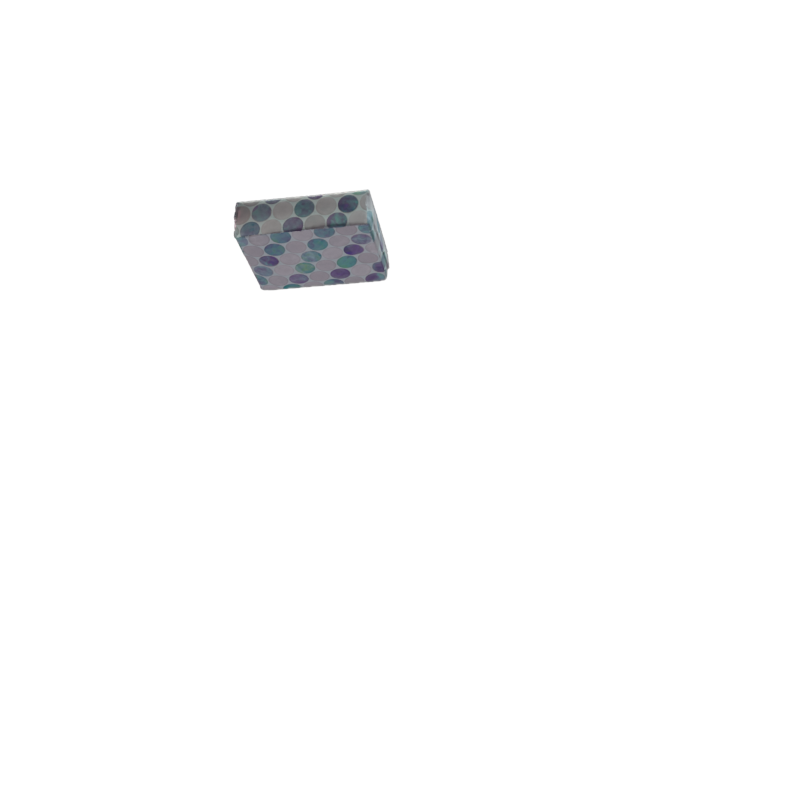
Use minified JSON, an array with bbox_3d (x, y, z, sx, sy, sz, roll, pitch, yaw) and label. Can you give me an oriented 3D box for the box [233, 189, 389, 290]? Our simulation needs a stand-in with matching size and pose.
[{"bbox_3d":[-0.071,-0.130,0.911,0.115,0.041,0.083,-5,-28,9],"label":"box"}]
